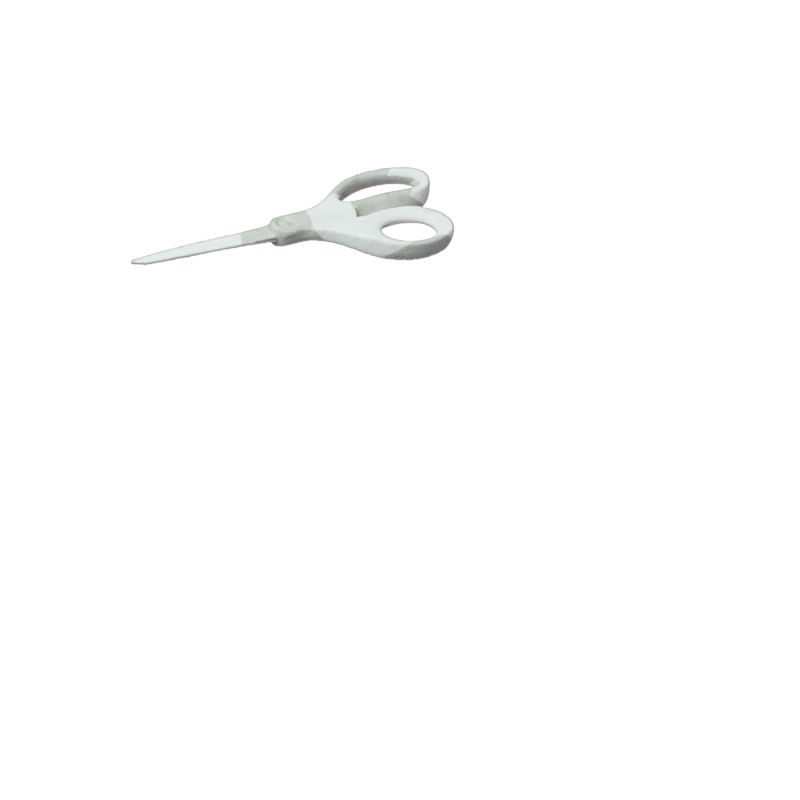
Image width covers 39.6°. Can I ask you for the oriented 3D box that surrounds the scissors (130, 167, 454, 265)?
[{"bbox_3d":[-0.053,-0.097,0.676,0.201,0.015,0.103,-28,48,-28],"label":"scissors"}]
